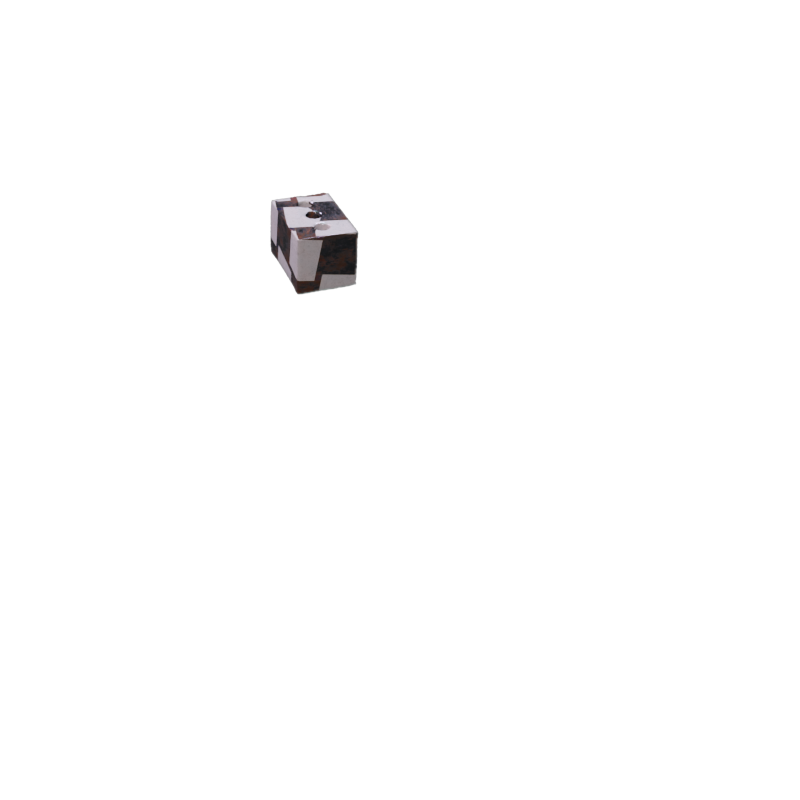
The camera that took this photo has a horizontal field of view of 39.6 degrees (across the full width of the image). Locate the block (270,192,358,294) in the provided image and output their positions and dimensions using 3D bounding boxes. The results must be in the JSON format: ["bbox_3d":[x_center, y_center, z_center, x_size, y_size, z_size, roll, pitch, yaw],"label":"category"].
[{"bbox_3d":[-0.072,-0.130,0.914,0.052,0.048,0.084,-11,35,-18],"label":"block"}]
